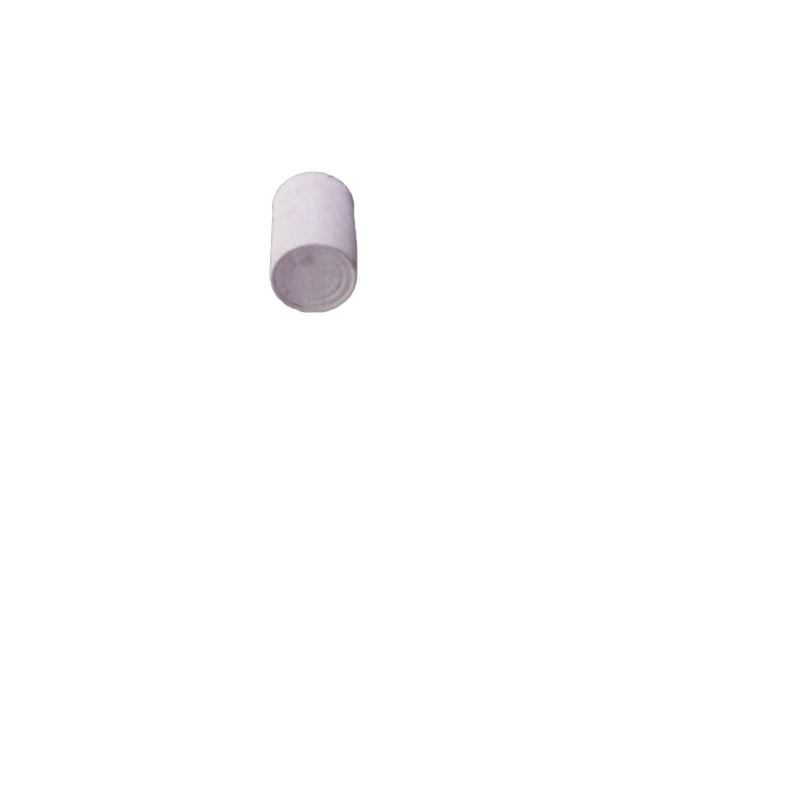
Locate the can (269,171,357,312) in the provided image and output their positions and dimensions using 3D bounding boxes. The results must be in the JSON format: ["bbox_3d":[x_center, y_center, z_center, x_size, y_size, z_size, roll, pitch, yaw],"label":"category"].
[{"bbox_3d":[-0.068,-0.124,0.870,0.068,0.064,0.109,-1,39,-3],"label":"can"}]
